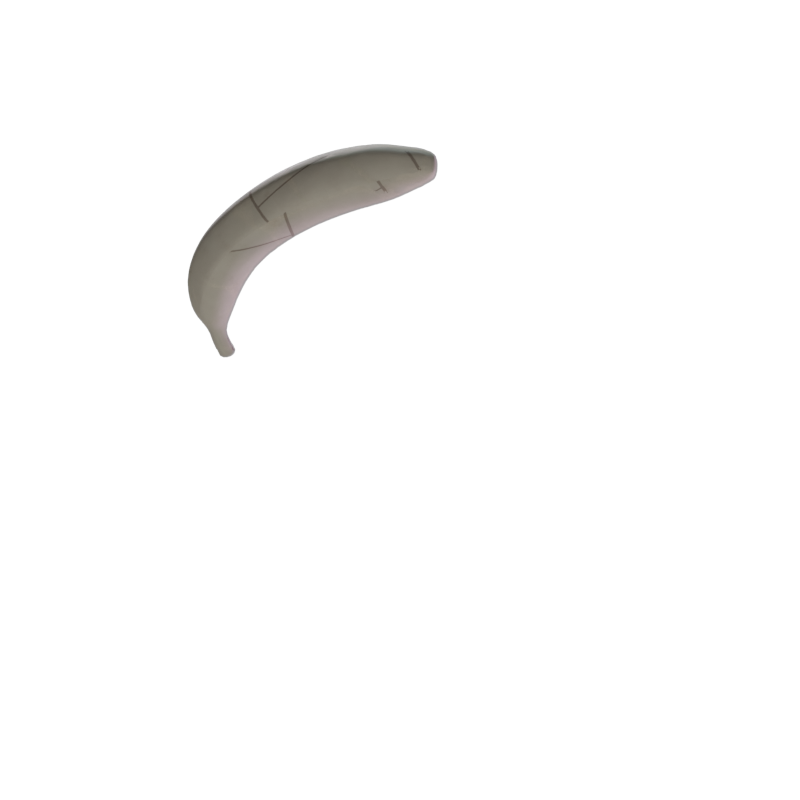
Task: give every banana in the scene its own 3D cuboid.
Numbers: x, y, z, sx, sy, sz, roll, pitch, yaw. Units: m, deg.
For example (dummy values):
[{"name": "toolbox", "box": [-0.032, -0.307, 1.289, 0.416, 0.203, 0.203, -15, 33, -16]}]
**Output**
[{"name": "banana", "box": [-0.068, -0.101, 0.662, 0.065, 0.039, 0.195, 34, -55, -30]}]
